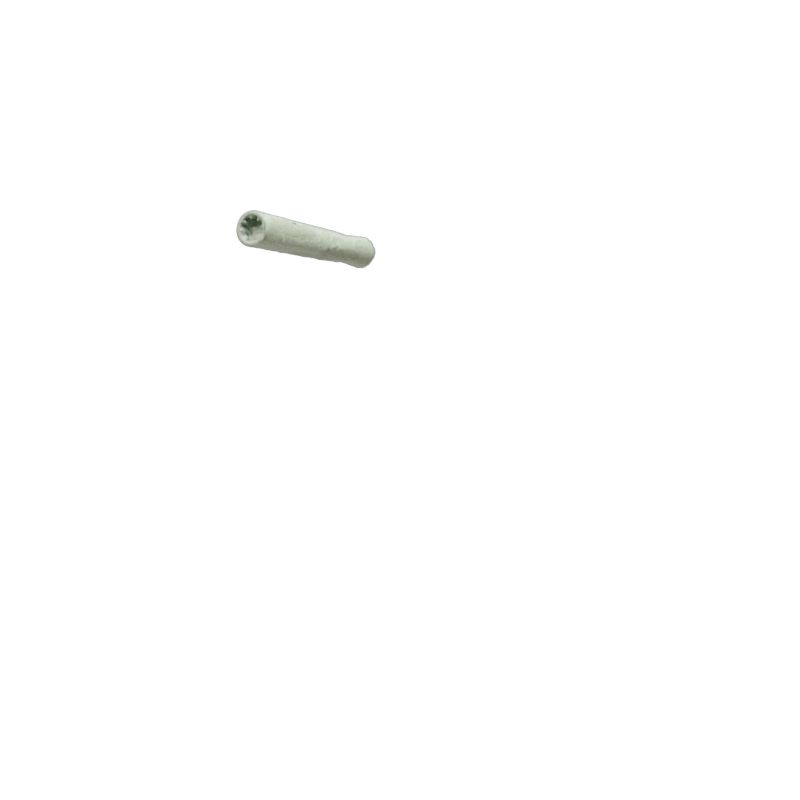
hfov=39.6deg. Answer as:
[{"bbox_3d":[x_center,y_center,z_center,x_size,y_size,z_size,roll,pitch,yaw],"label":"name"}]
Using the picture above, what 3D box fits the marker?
[{"bbox_3d":[-0.048,-0.087,0.607,0.020,0.020,0.116,2,1,28],"label":"marker"}]
